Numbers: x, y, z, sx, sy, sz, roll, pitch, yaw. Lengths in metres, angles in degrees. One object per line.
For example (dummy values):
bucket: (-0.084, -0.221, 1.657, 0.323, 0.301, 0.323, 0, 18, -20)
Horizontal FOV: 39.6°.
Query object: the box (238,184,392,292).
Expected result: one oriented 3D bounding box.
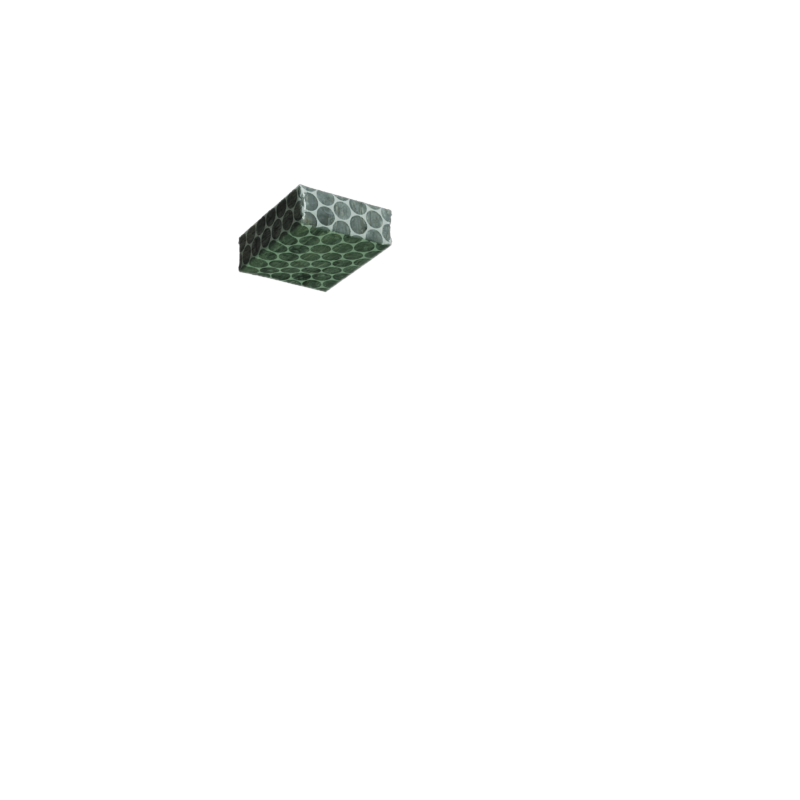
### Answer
box: (-0.074, -0.134, 0.938, 0.086, 0.041, 0.113, 11, -21, -31)
